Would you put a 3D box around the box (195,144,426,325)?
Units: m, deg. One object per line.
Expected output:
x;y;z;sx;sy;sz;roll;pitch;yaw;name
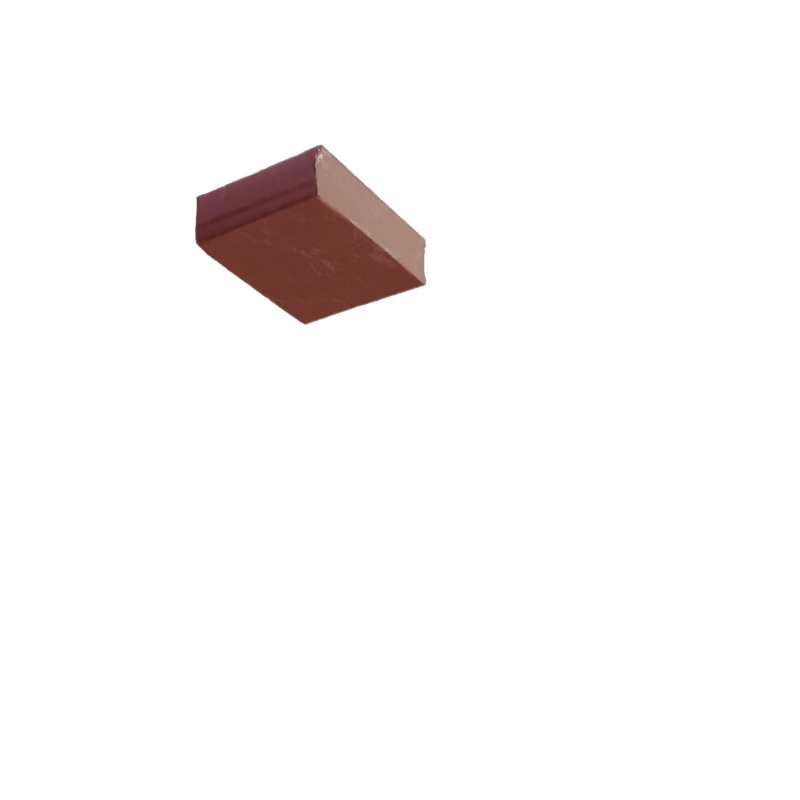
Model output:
-0.050;-0.092;0.643;0.091;0.041;0.105;-17;-32;29;box
